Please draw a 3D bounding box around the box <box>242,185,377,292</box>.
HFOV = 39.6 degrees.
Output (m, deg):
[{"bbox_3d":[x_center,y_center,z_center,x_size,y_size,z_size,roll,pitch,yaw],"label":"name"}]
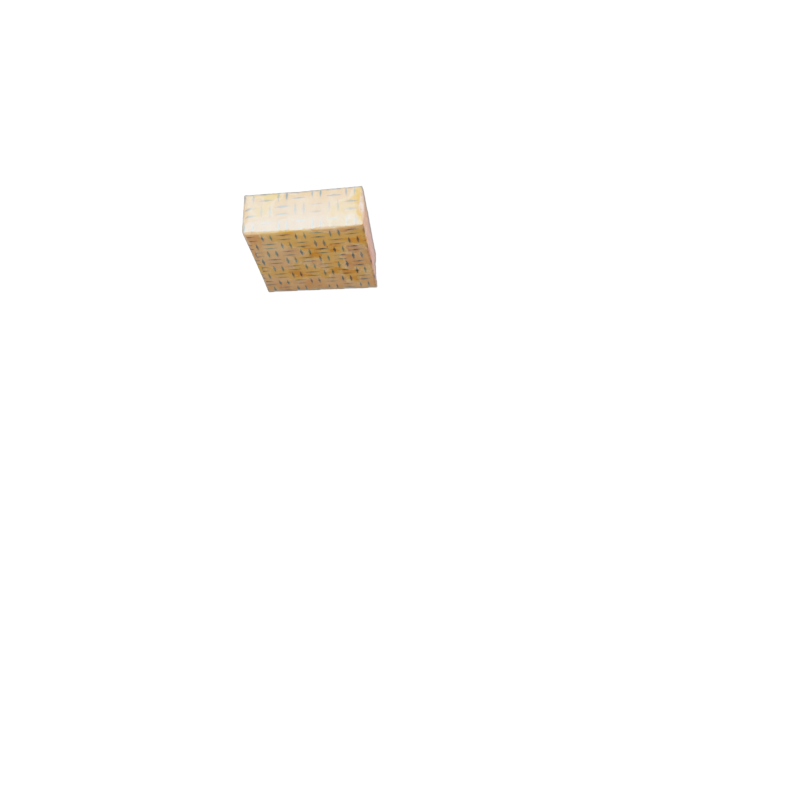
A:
[{"bbox_3d":[-0.054,-0.099,0.695,0.074,0.032,0.084,-3,-21,6],"label":"box"}]
